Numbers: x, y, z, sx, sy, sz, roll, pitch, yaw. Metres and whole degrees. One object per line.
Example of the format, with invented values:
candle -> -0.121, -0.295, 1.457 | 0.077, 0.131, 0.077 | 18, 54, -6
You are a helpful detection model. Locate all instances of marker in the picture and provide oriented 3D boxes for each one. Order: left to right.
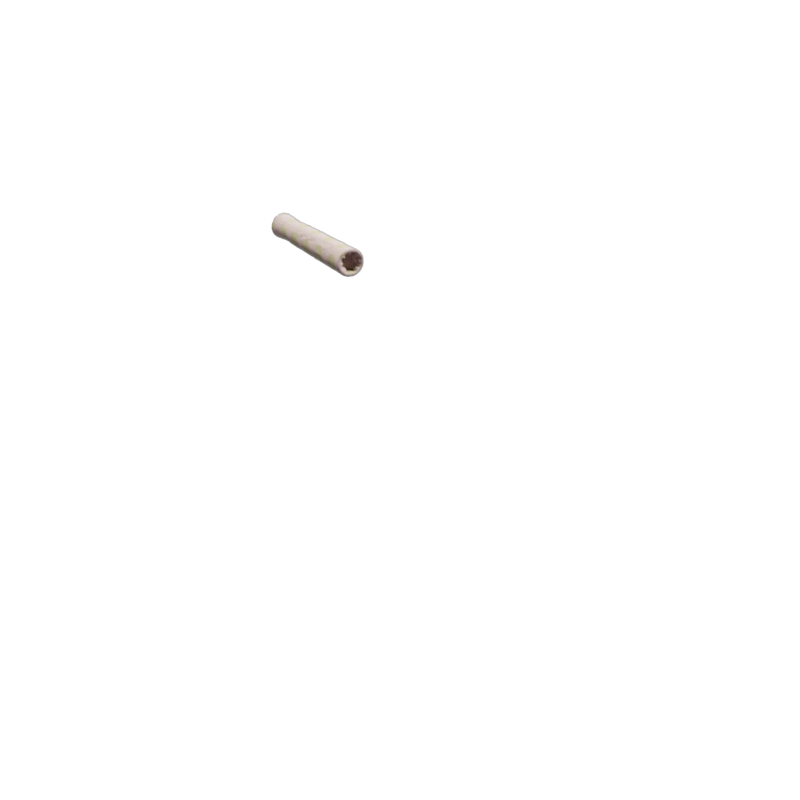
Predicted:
marker -> -0.058, -0.107, 0.746 | 0.019, 0.019, 0.129 | -2, 20, -26
